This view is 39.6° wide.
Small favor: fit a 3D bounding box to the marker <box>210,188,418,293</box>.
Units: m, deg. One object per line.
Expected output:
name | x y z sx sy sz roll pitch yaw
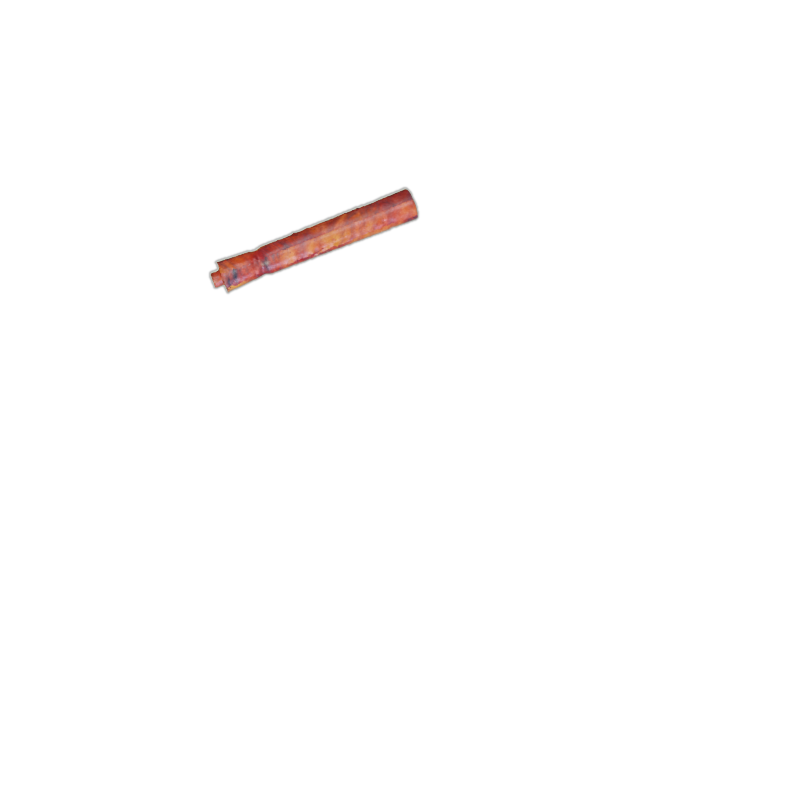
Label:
marker | -0.049 -0.088 0.620 0.121 0.020 0.020 -22 7 -6
